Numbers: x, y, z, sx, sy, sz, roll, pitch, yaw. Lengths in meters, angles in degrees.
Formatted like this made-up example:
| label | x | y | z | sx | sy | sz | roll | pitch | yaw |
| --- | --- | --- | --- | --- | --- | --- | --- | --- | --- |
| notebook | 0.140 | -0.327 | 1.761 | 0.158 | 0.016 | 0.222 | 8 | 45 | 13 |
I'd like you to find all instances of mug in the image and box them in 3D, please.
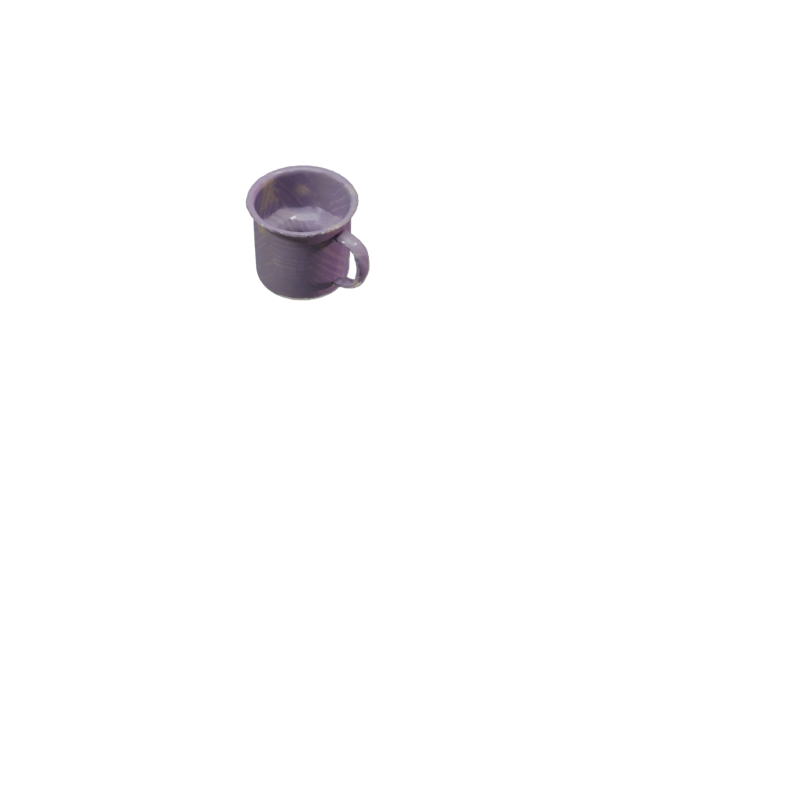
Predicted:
| label | x | y | z | sx | sy | sz | roll | pitch | yaw |
| --- | --- | --- | --- | --- | --- | --- | --- | --- | --- |
| mug | -0.073 | -0.133 | 0.935 | 0.124 | 0.076 | 0.095 | 30 | 51 | 25 |
